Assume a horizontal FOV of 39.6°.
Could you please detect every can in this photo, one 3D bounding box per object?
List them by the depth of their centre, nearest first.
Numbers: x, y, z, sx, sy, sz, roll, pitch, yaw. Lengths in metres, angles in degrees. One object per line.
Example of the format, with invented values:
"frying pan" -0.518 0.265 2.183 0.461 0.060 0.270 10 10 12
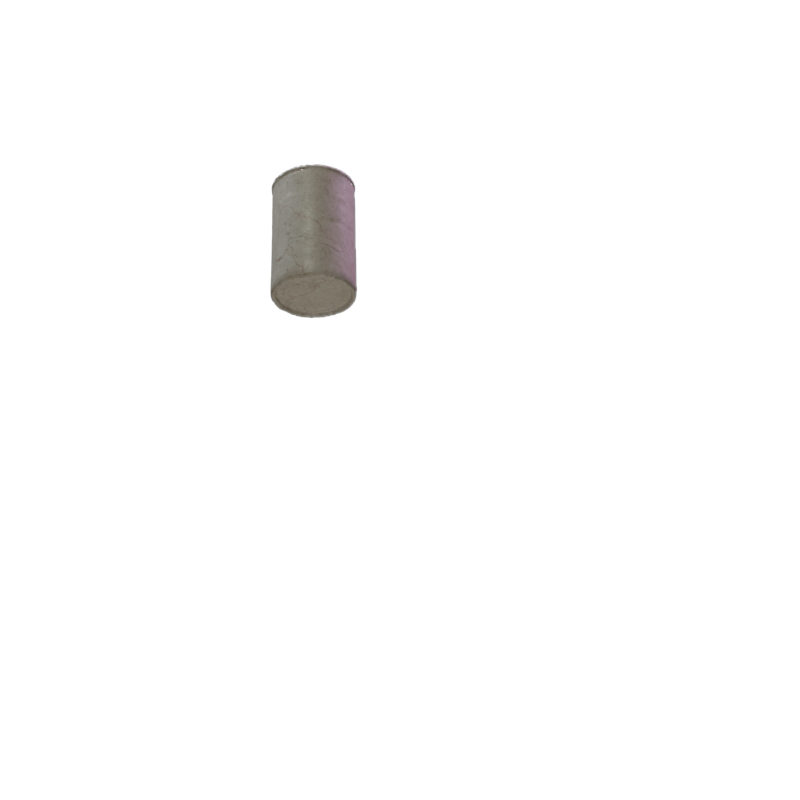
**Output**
"can" -0.068 -0.124 0.871 0.068 0.109 0.064 0 -30 -2
